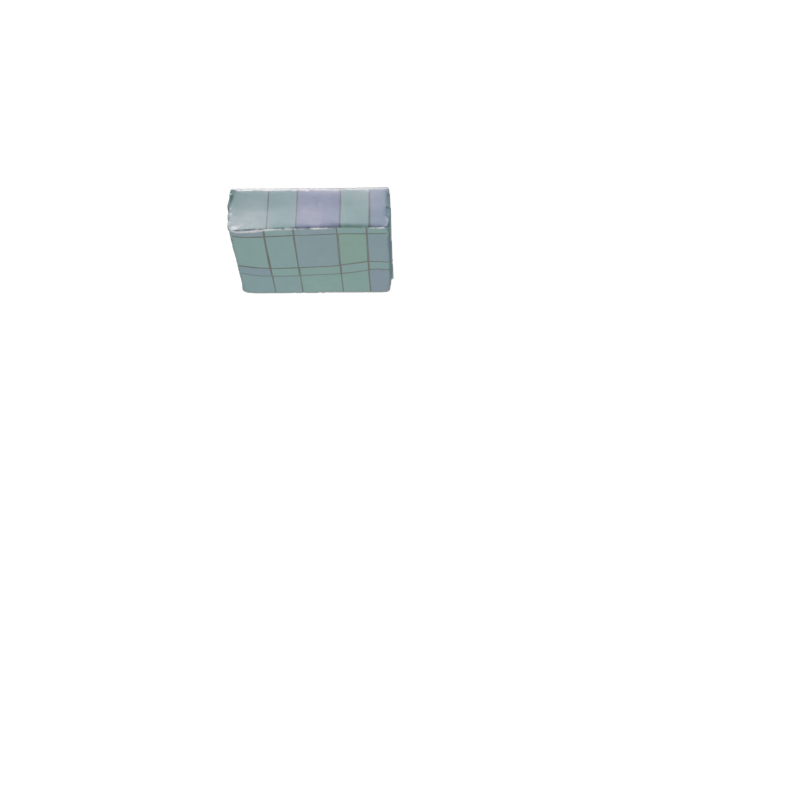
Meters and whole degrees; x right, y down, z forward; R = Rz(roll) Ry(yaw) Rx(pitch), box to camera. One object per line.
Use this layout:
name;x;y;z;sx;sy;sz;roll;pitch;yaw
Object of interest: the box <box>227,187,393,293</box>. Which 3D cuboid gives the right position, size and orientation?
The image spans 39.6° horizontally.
box;-0.062;-0.113;0.790;0.114;0.041;0.084;-1;-28;2
